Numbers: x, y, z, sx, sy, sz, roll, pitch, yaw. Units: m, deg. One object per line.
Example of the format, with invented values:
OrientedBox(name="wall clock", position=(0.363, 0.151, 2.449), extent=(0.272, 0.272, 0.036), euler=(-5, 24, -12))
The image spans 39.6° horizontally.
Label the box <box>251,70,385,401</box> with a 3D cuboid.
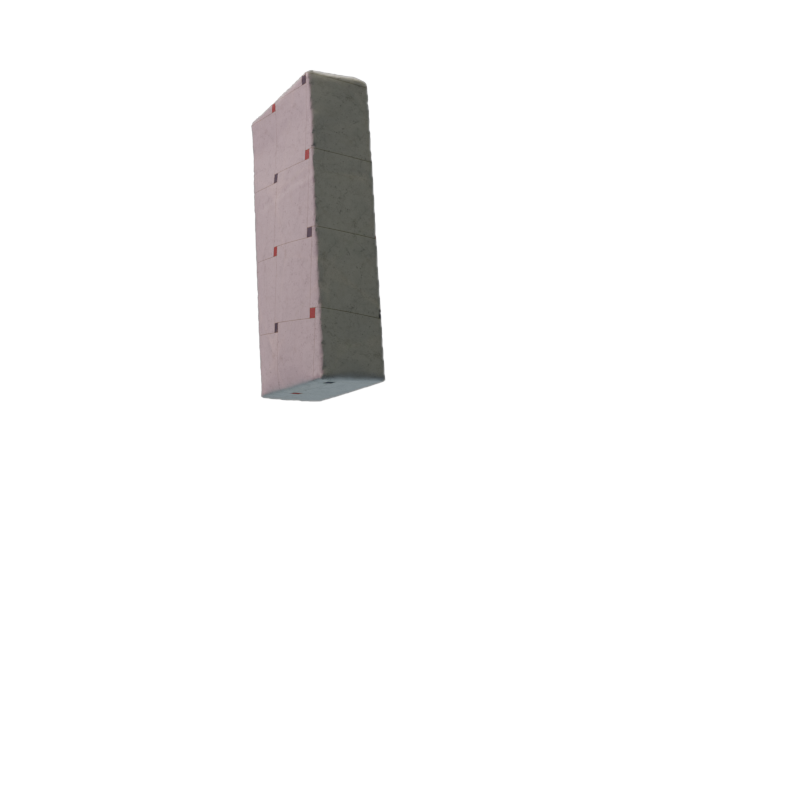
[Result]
OrientedBox(name="box", position=(-0.050, -0.092, 0.646), extent=(0.046, 0.182, 0.094), euler=(6, -15, -27))
